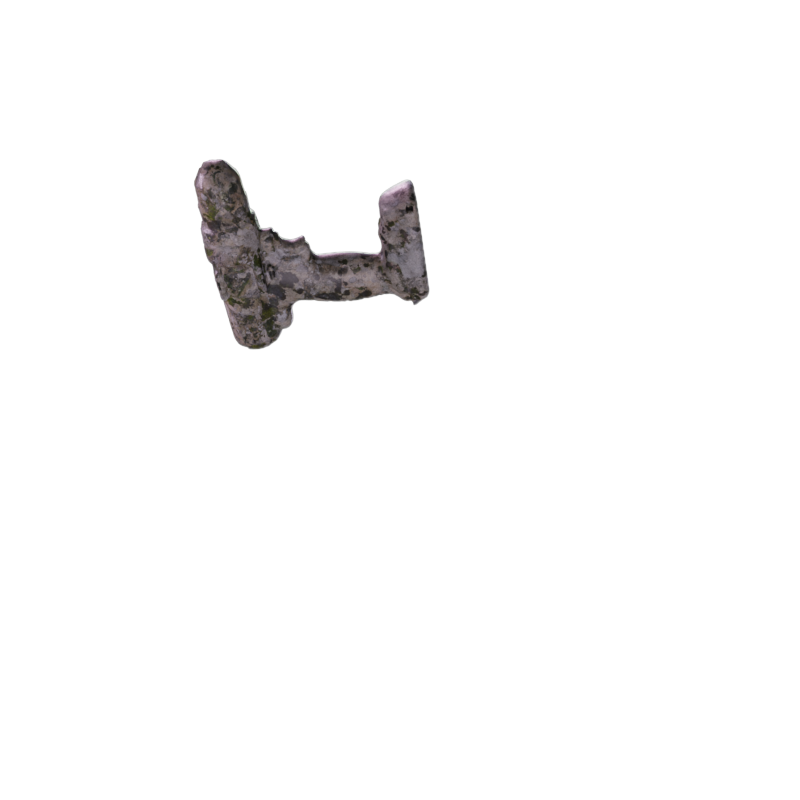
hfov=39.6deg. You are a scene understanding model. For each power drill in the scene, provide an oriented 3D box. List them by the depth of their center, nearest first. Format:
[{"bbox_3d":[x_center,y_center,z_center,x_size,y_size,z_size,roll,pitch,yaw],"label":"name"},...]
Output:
[{"bbox_3d":[-0.075,-0.137,0.960,0.188,0.172,0.061,-8,34,5],"label":"power drill"}]
